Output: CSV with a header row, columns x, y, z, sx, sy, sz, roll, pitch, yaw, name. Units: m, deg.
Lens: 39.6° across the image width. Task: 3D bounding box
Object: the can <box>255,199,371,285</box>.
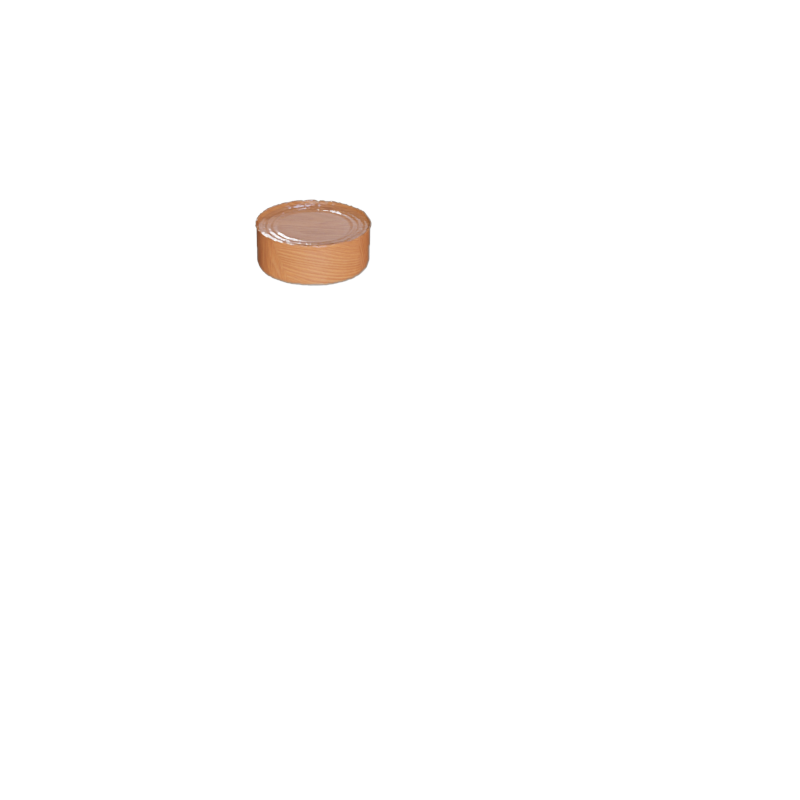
x,y,z,sx,sy,sz,roll,pitch,yaw,name
-0.065,-0.118,0.825,0.086,0.032,0.091,-1,30,-2,can
